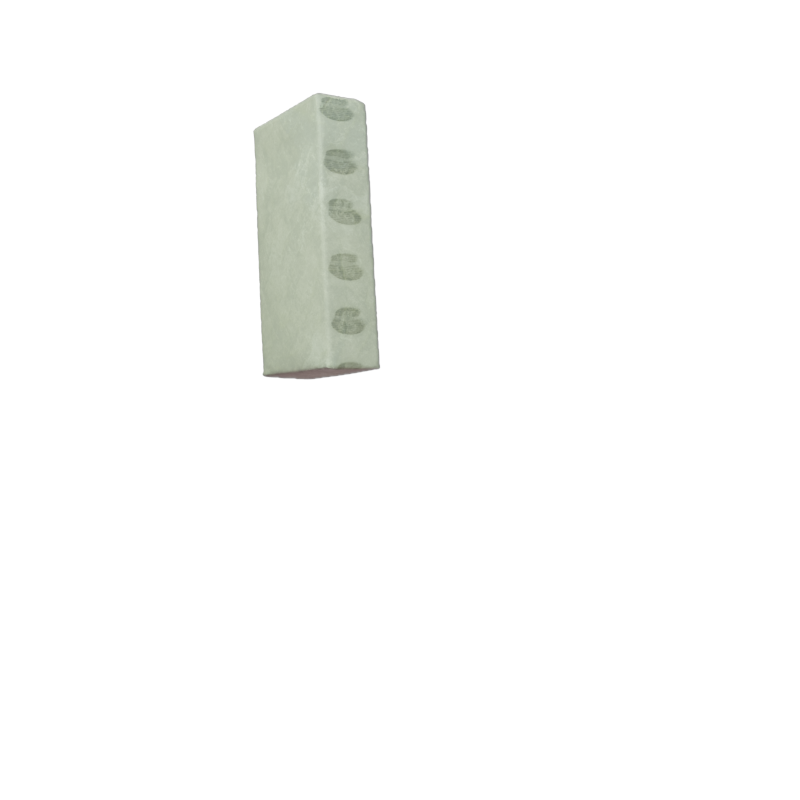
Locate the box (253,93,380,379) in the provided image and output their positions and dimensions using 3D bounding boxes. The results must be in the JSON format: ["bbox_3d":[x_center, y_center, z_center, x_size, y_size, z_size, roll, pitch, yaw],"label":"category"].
[{"bbox_3d":[-0.057,-0.105,0.734,0.046,0.181,0.095,6,-11,-32],"label":"box"}]
